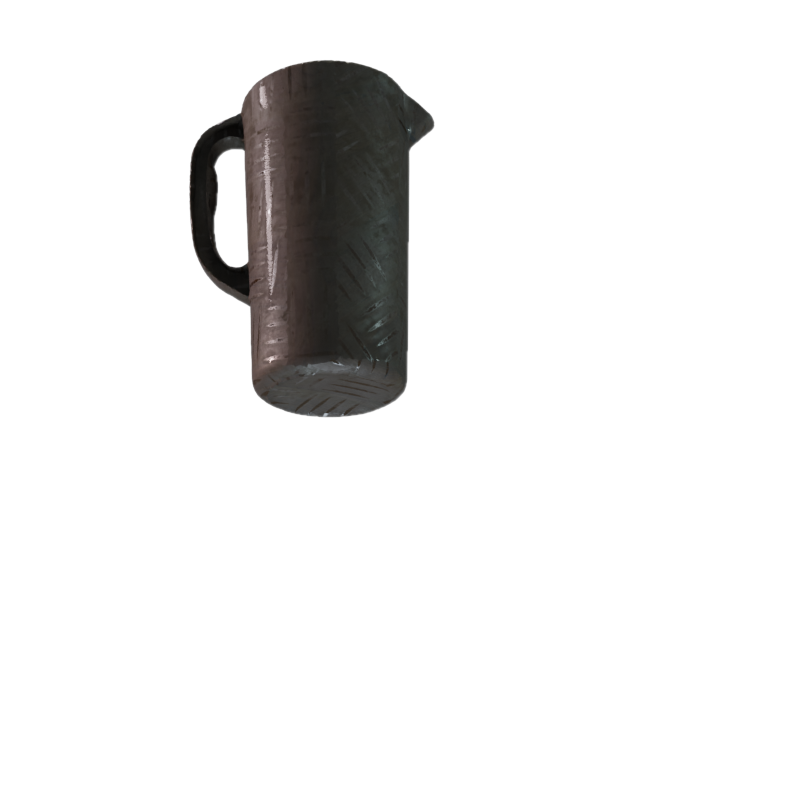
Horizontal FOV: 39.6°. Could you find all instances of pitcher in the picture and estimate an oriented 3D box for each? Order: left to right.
[{"bbox_3d":[-0.064,-0.117,0.819,0.137,0.257,0.149,19,-32,-37],"label":"pitcher"}]
